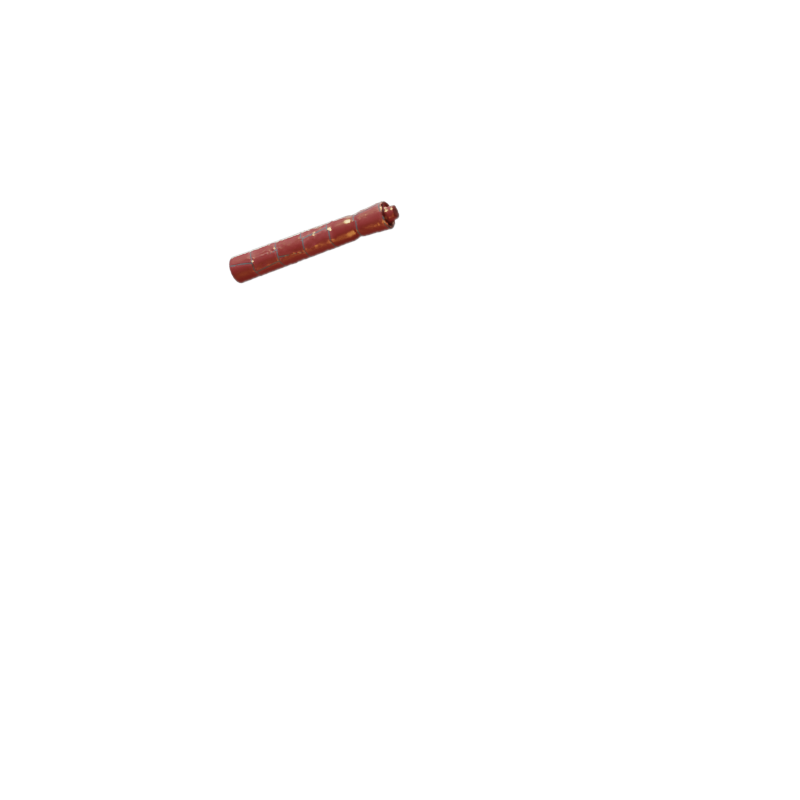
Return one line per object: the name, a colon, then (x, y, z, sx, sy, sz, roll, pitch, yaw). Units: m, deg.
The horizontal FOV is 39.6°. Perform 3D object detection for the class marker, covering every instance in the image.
marker: (-0.056, -0.102, 0.718, 0.122, 0.020, 0.019, -16, -3, 24)
